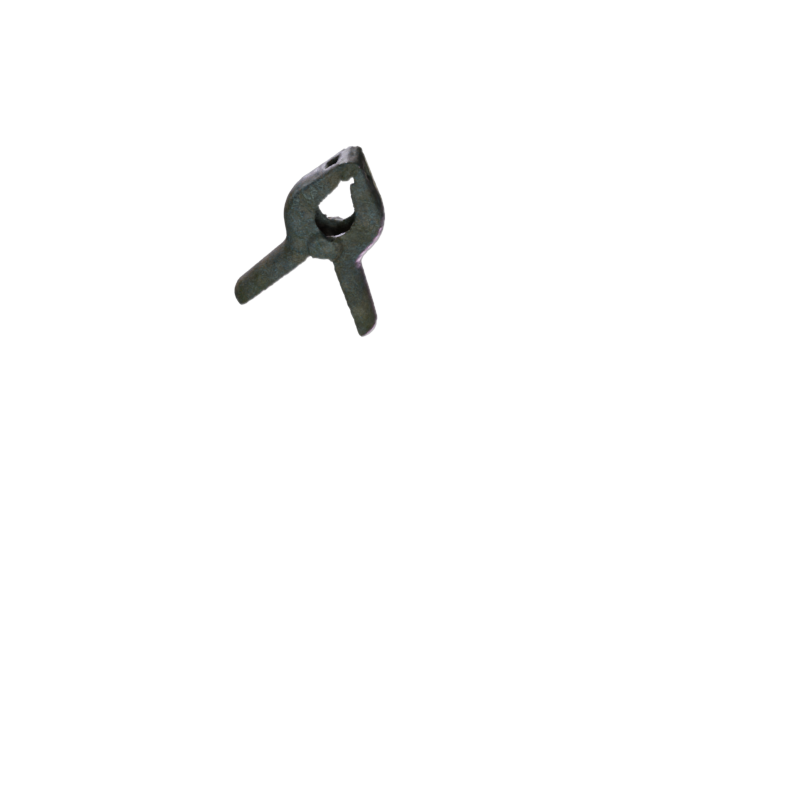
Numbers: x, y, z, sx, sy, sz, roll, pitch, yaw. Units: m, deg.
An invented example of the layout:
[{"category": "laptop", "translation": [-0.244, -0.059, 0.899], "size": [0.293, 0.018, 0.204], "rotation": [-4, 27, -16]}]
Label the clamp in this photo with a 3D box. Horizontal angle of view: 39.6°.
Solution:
[{"category": "clamp", "translation": [-0.069, -0.126, 0.883], "size": [0.119, 0.161, 0.042], "rotation": [6, 35, -5]}]
